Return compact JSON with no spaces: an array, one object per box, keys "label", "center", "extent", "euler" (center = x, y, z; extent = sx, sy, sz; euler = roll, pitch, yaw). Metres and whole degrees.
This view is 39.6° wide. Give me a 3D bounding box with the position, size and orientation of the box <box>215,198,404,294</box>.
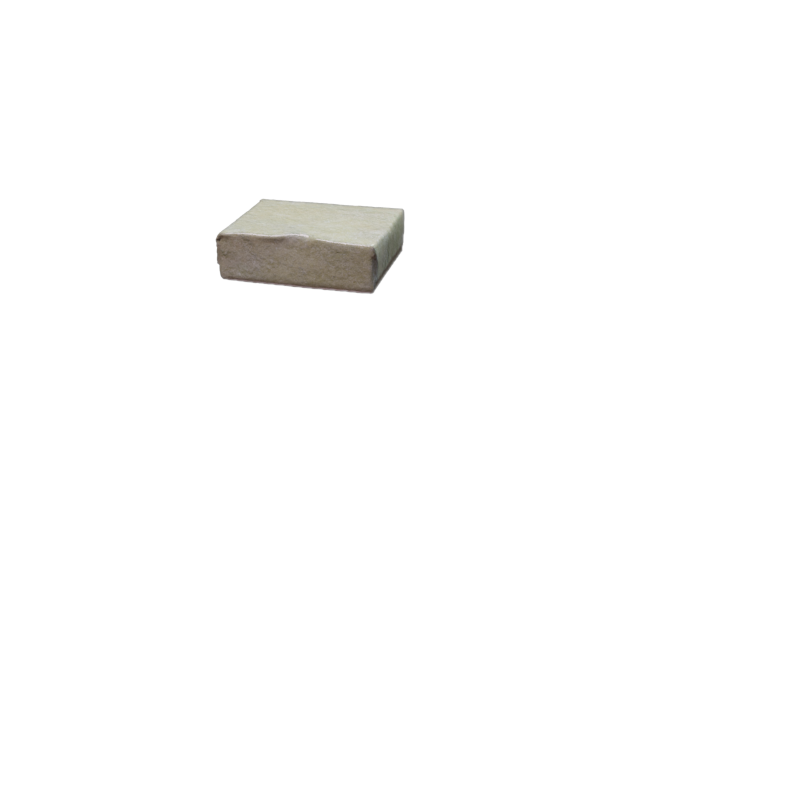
[{"label":"box","center":[-0.048,-0.088,0.617],"extent":[0.091,0.029,0.075],"euler":[6,25,14]}]
